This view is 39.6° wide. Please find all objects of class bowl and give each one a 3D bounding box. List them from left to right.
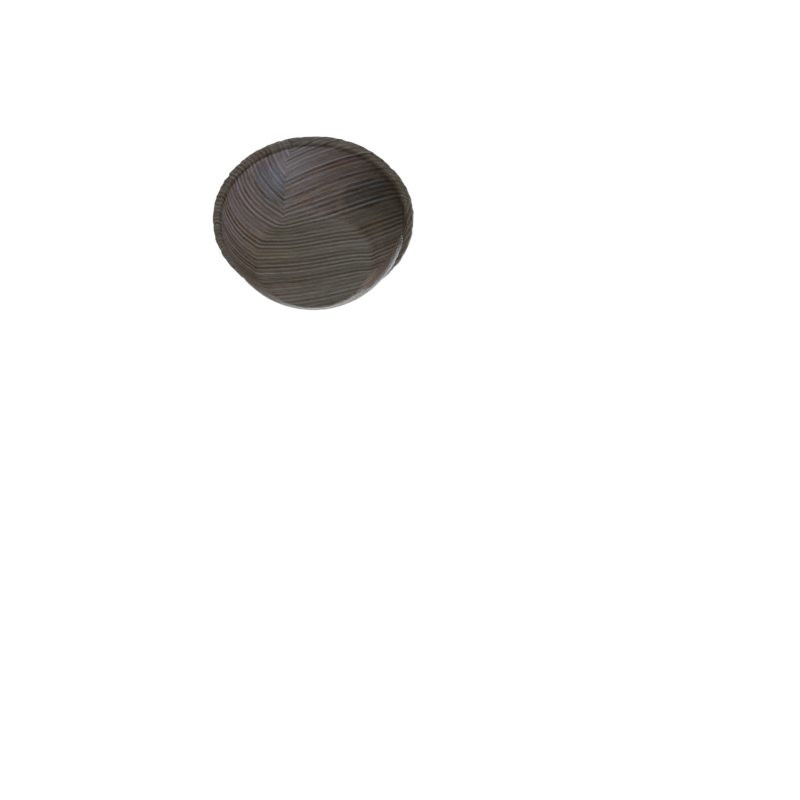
[{"bbox_3d":[-0.068,-0.124,0.870,0.162,0.151,0.059,1,40,-1],"label":"bowl"}]
